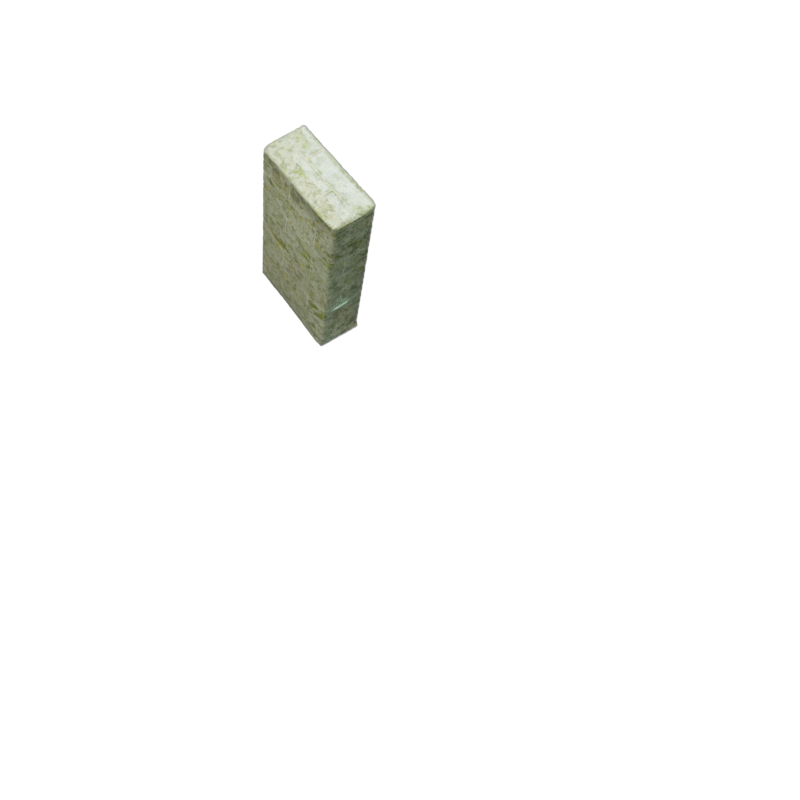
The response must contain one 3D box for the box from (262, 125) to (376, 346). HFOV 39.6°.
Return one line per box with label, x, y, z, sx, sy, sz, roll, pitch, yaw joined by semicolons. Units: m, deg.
box;-0.069;-0.125;0.875;0.048;0.099;0.166;-32;-22;-18
